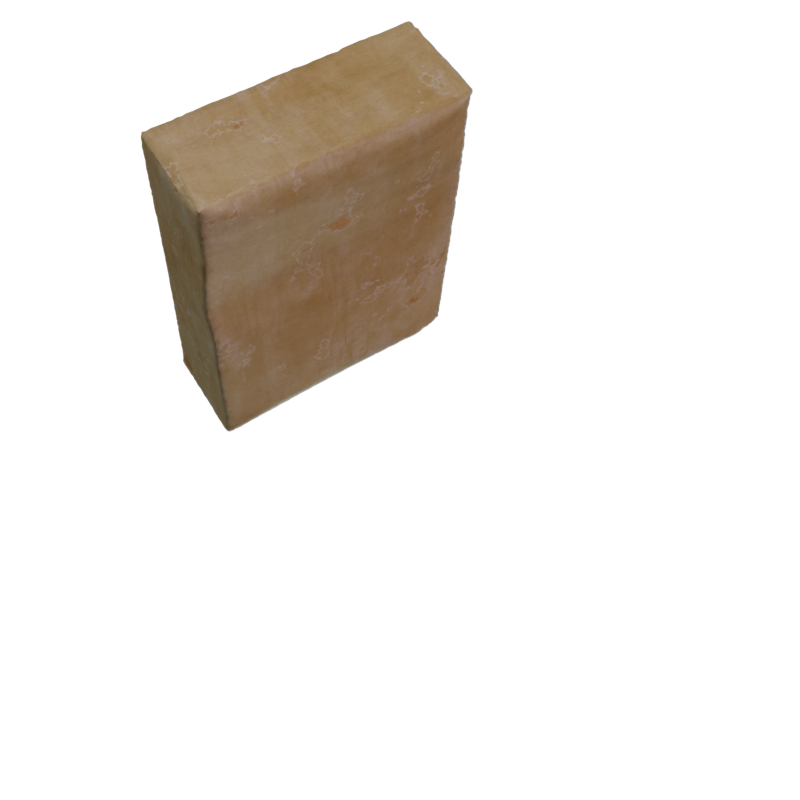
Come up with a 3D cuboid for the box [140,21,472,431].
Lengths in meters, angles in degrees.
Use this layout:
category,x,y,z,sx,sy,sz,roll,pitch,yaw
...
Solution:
category,x,y,z,sx,sy,sz,roll,pitch,yaw
box,-0.050,-0.091,0.639,0.164,0.077,0.200,-28,-26,-19
